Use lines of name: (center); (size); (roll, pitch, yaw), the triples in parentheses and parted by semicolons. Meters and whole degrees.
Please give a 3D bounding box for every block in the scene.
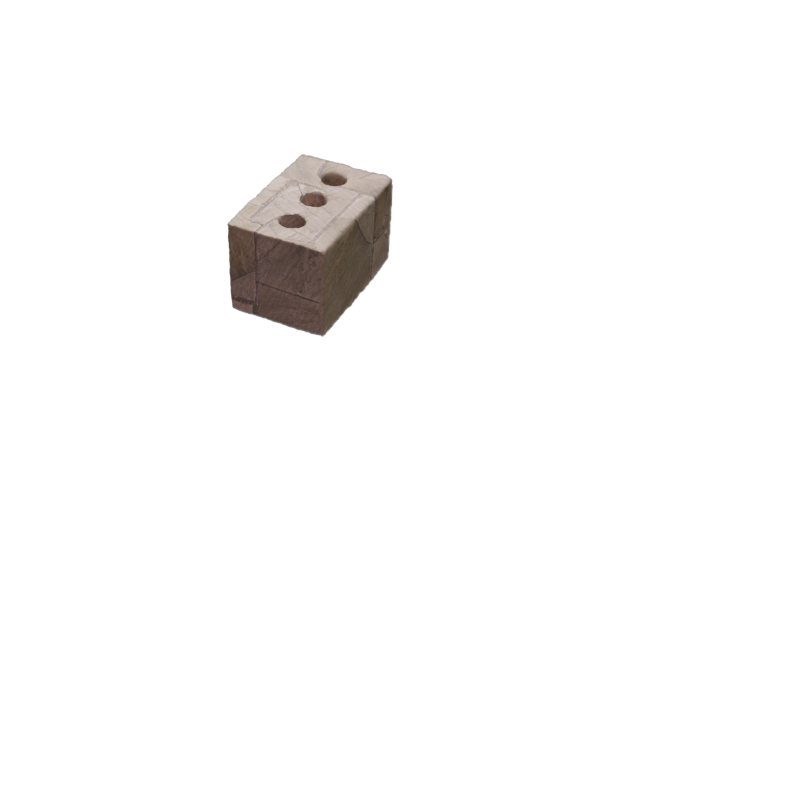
block: (-0.043, -0.078, 0.547); (0.055, 0.048, 0.080); (16, 41, 18)
